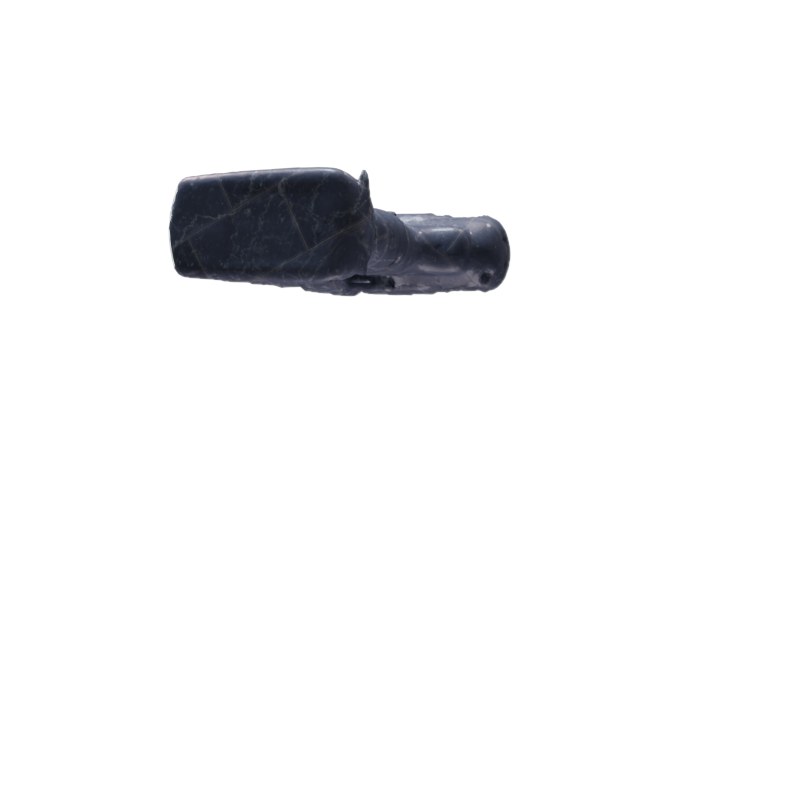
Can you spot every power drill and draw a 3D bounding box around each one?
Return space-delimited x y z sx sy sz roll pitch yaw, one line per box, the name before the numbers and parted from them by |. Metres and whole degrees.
power drill | -0.049 -0.090 0.627 0.190 0.058 0.182 1 3 24
